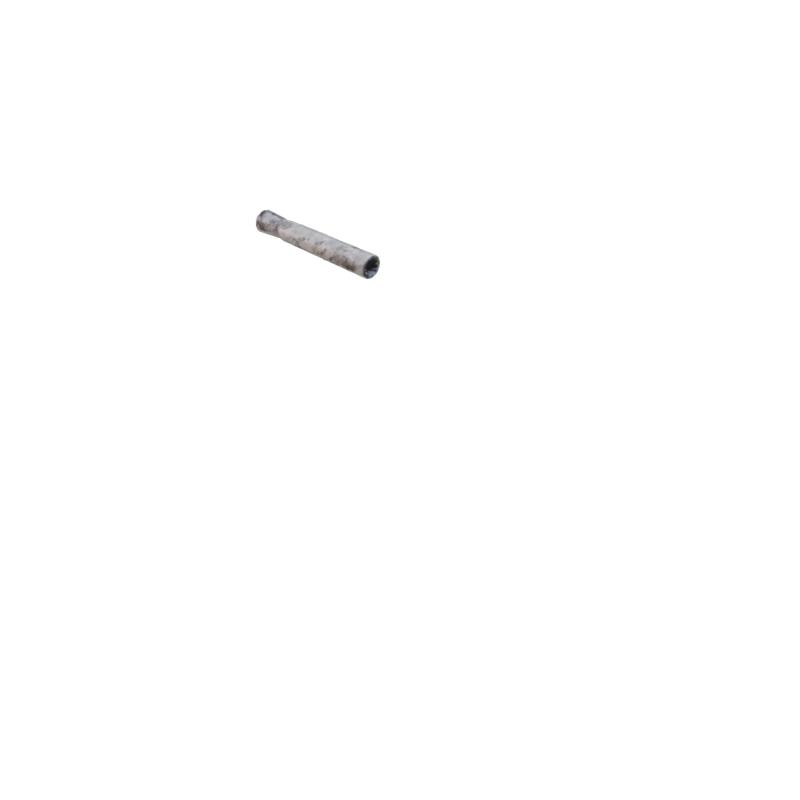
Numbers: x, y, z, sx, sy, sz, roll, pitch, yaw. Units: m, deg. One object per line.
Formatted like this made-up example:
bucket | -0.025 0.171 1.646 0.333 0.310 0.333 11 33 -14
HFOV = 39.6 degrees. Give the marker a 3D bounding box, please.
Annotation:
marker | -0.066 -0.120 0.842 0.129 0.019 0.019 28 20 37
